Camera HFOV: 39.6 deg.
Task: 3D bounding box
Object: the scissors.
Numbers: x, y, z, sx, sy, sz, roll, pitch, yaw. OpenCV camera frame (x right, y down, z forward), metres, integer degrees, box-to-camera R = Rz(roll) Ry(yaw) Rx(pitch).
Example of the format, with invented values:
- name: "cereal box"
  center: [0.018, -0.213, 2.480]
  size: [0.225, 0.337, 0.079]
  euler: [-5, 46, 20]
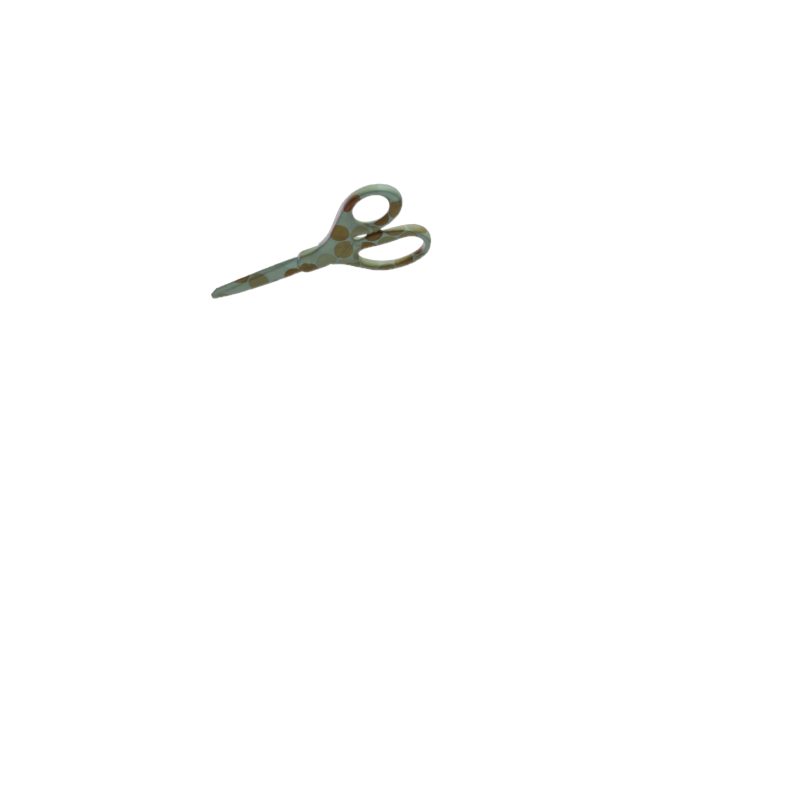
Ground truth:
- name: "scissors"
  center: [-0.075, -0.137, 0.962]
  size: [0.203, 0.089, 0.017]
  euler: [-7, 40, 5]
